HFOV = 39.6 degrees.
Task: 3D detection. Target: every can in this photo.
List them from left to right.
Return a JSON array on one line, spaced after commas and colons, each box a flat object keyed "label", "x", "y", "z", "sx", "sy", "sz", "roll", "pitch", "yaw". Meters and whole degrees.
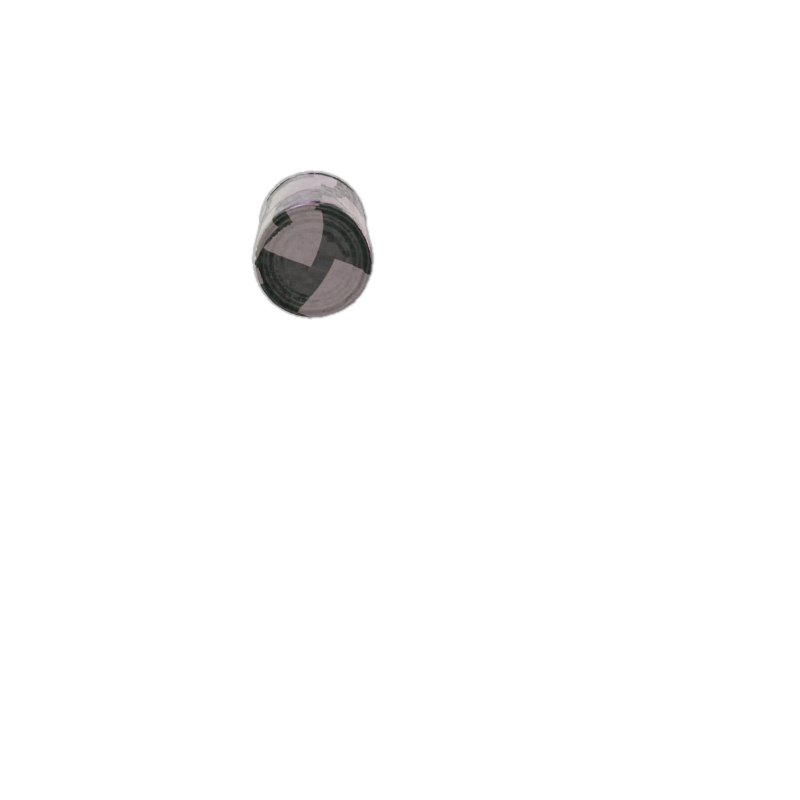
[{"label": "can", "x": -0.052, "y": -0.095, "z": 0.662, "sx": 0.068, "sy": 0.066, "sz": 0.106, "roll": 0, "pitch": 19, "yaw": -3}]
